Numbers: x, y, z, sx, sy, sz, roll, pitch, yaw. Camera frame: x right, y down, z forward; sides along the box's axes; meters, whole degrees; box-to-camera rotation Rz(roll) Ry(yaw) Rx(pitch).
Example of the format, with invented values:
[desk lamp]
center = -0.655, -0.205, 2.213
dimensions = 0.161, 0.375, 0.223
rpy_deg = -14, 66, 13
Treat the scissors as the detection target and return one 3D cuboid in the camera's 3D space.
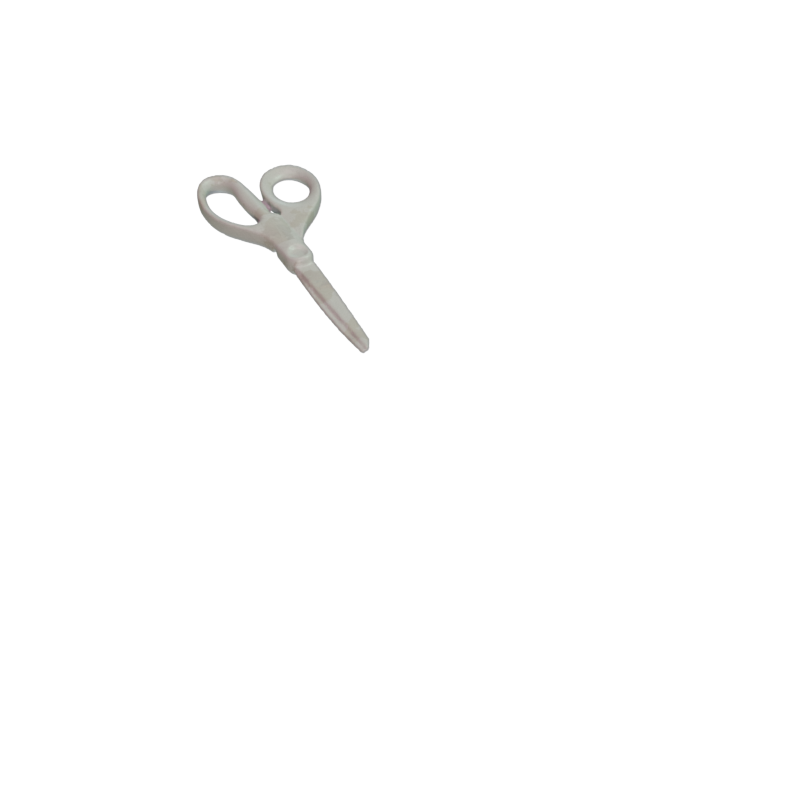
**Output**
[scissors]
center = -0.059, -0.107, 0.751
dimensions = 0.096, 0.015, 0.216
rpy_deg = -32, 52, -29
